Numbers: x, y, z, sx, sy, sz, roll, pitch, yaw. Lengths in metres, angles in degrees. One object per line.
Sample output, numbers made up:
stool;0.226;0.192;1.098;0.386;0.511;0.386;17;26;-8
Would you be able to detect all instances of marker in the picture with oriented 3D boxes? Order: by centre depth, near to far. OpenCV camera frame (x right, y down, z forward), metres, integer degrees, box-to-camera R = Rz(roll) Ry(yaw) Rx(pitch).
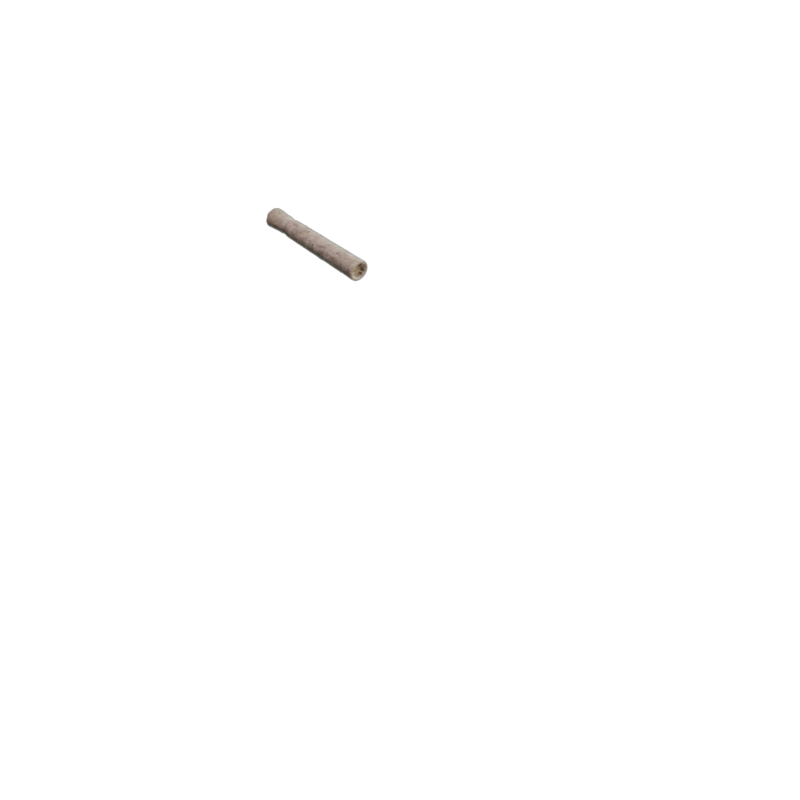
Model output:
marker;-0.074;-0.136;0.950;0.019;0.019;0.130;-3;30;-44
